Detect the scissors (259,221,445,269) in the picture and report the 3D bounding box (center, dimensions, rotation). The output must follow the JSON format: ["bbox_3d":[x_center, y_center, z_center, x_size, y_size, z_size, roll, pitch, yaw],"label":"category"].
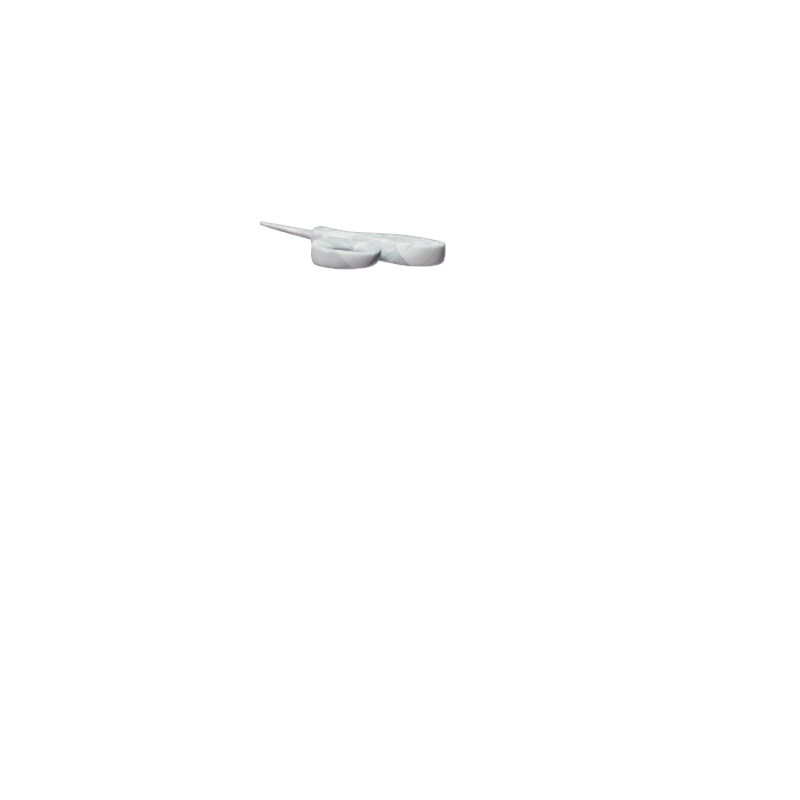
[{"bbox_3d":[-0.061,-0.111,0.776,0.212,0.015,0.094,14,20,40],"label":"scissors"}]
